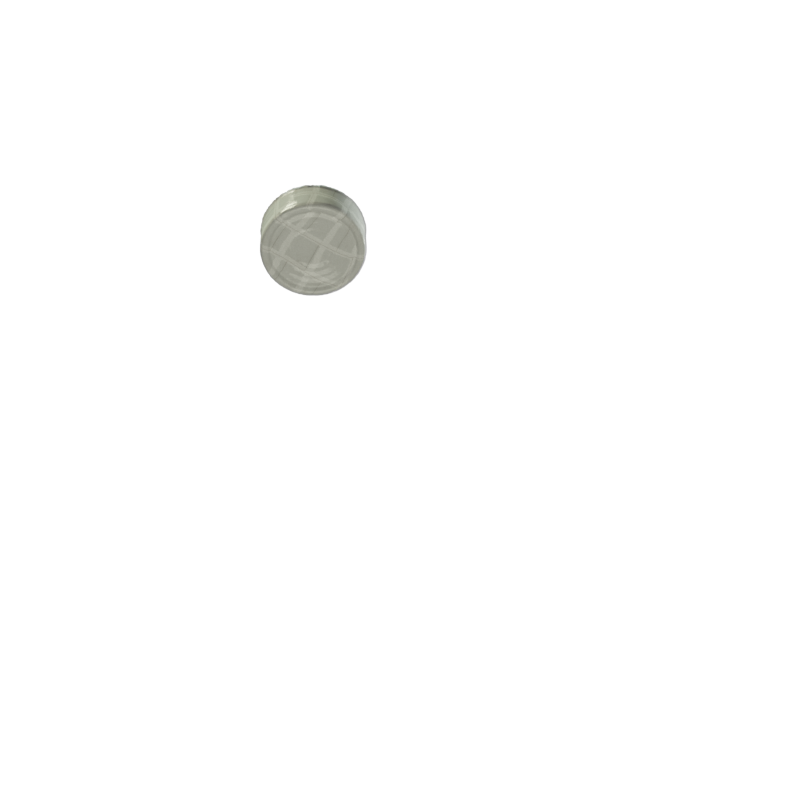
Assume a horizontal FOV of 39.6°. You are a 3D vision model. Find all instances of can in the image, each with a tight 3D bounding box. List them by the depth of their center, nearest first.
[{"bbox_3d":[-0.069,-0.126,0.885,0.086,0.081,0.036,1,32,-1],"label":"can"}]
